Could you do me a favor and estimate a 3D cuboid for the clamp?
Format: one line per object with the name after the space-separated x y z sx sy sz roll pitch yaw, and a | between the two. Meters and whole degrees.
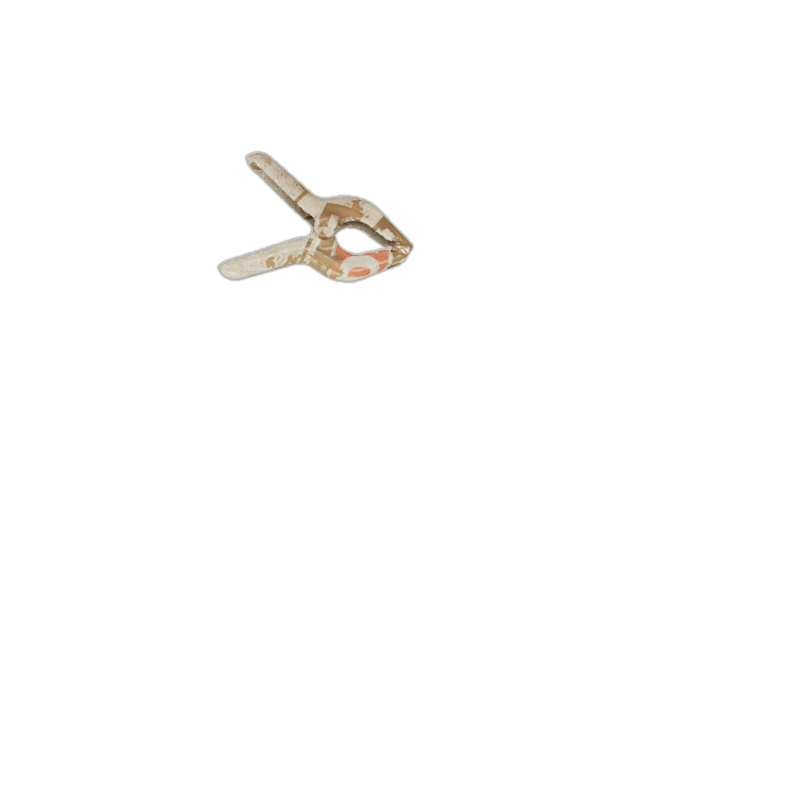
-0.078 -0.143 1.000 0.173 0.122 0.038 21 -9 3 | clamp
